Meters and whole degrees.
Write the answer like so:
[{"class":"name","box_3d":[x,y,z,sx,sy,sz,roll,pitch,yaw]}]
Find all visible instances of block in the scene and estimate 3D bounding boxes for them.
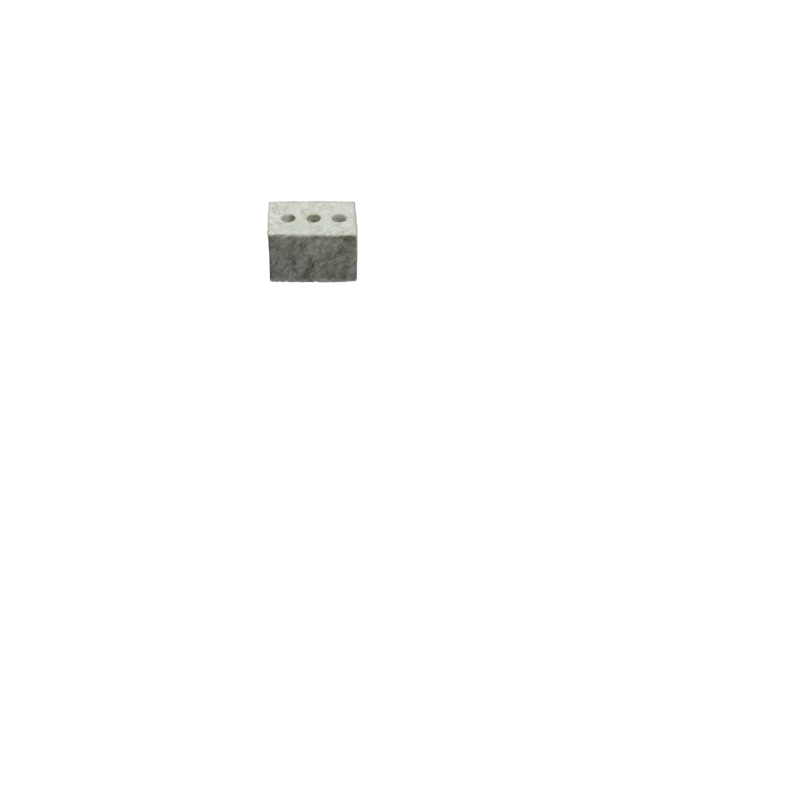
[{"class":"block","box_3d":[-0.075,-0.137,0.959,0.078,0.048,0.056,-1,38,-2]}]
